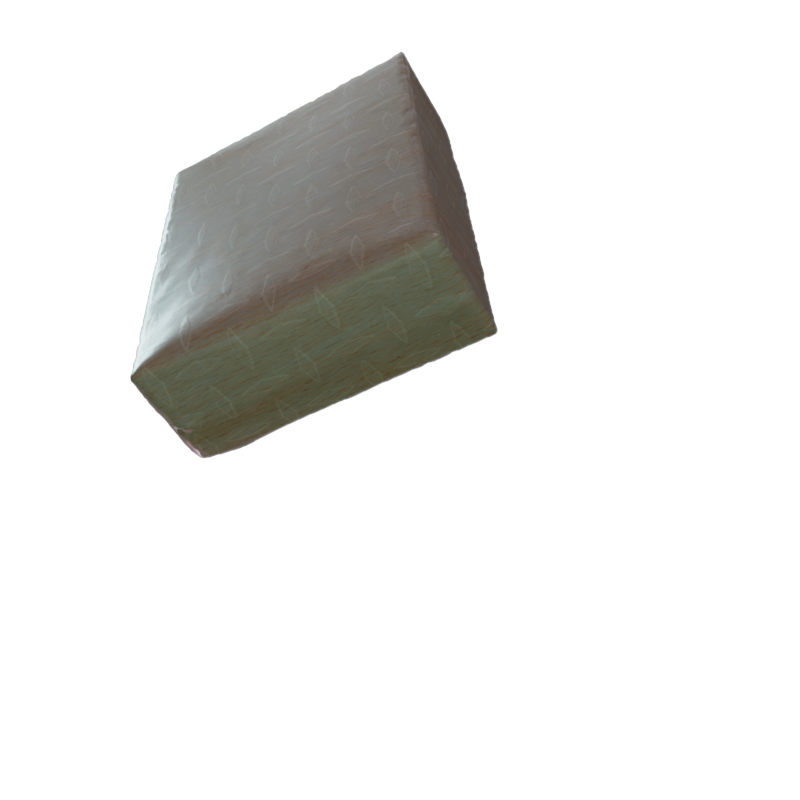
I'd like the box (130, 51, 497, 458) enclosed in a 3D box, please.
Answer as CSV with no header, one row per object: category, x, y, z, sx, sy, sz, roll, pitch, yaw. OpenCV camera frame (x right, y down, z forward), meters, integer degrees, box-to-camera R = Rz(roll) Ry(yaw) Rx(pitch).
box,-0.047,-0.086,0.600,0.164,0.067,0.228,-25,34,14
